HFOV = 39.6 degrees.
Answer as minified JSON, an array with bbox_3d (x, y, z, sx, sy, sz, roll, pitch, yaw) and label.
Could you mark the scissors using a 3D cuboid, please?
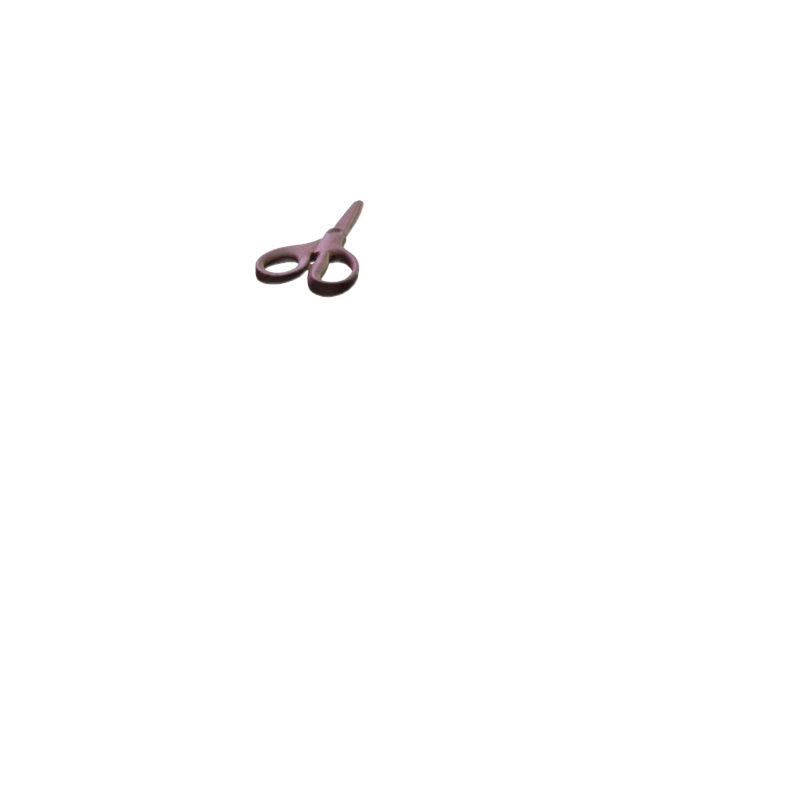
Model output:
[{"bbox_3d":[-0.077,-0.140,0.984,0.096,0.015,0.214,-1,29,-2],"label":"scissors"}]
